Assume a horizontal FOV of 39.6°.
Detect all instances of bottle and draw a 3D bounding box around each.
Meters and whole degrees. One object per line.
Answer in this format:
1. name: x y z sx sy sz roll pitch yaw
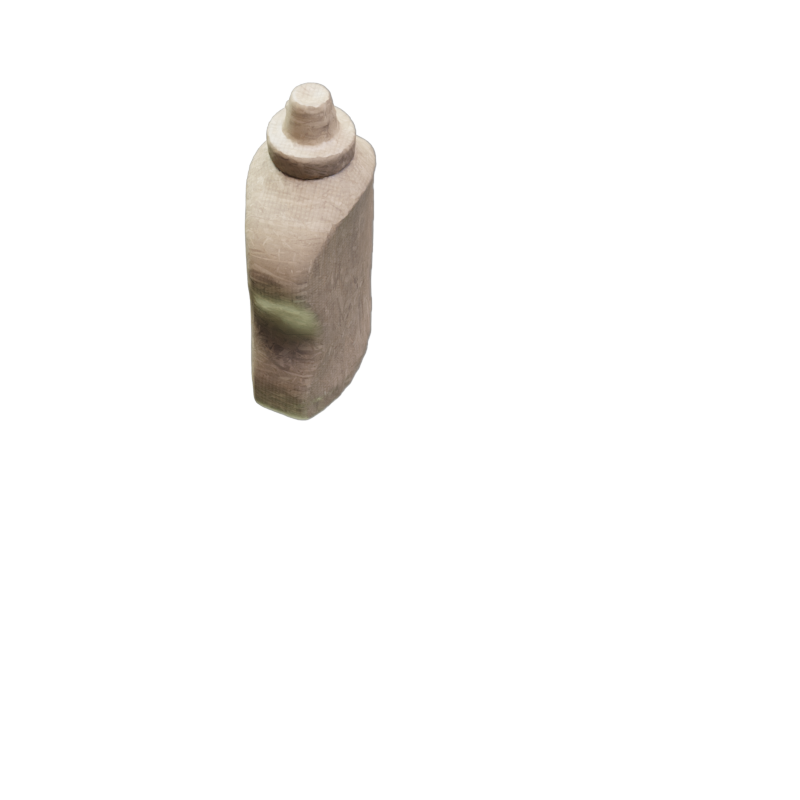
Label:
1. bottle: -0.044 -0.080 0.557 0.060 0.100 0.179 20 -36 11
